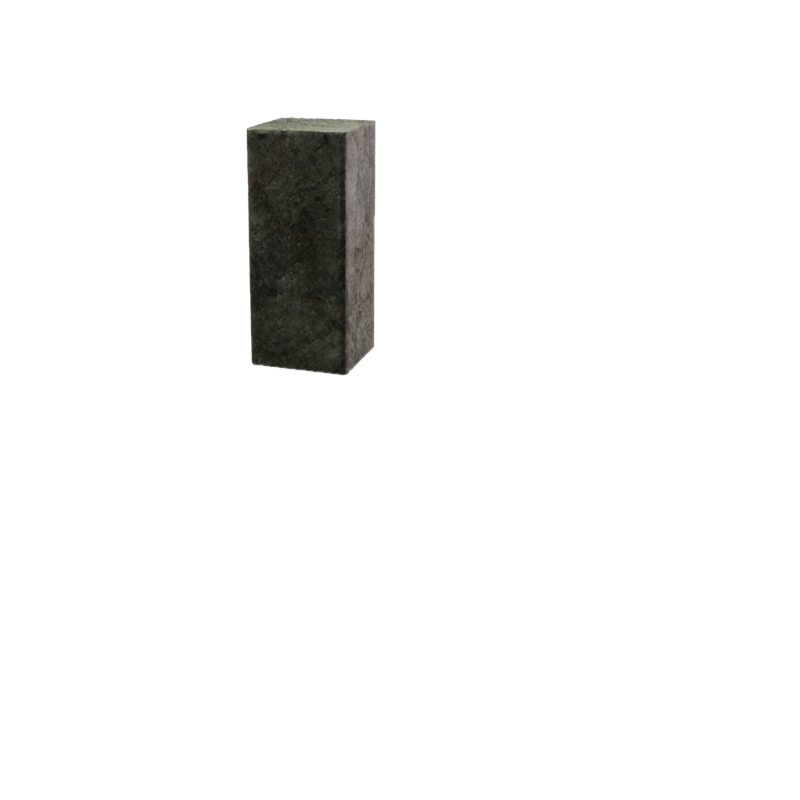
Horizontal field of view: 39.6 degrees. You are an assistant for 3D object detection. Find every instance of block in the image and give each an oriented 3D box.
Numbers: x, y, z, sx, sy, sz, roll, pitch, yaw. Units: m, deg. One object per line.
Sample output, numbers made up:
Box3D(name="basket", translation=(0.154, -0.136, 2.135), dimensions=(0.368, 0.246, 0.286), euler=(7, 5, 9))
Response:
Box3D(name="block", translation=(-0.076, -0.137, 0.964), dimensions=(0.093, 0.200, 0.091), euler=(5, 15, 16))
